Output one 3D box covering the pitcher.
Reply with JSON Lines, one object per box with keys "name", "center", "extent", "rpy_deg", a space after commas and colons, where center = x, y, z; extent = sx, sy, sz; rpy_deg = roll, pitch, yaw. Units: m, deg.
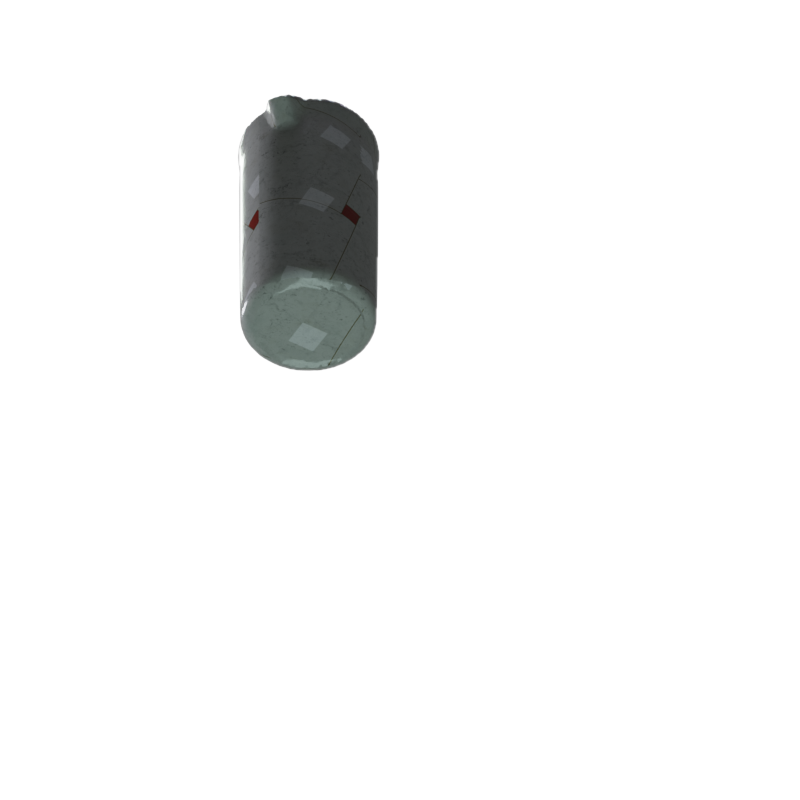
{"name": "pitcher", "center": [-0.076, -0.138, 0.966], "extent": [0.144, 0.261, 0.140], "rpy_deg": [20, -51, -21]}
